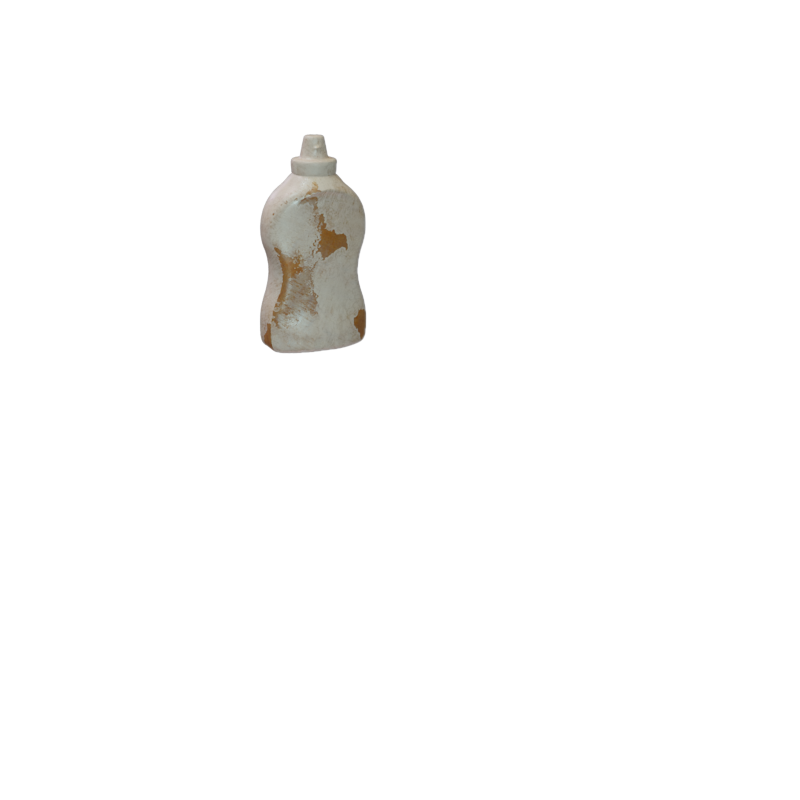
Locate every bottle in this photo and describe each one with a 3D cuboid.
[{"bbox_3d":[-0.078,-0.142,0.994,0.094,0.186,0.061,-5,14,-23],"label":"bottle"}]
